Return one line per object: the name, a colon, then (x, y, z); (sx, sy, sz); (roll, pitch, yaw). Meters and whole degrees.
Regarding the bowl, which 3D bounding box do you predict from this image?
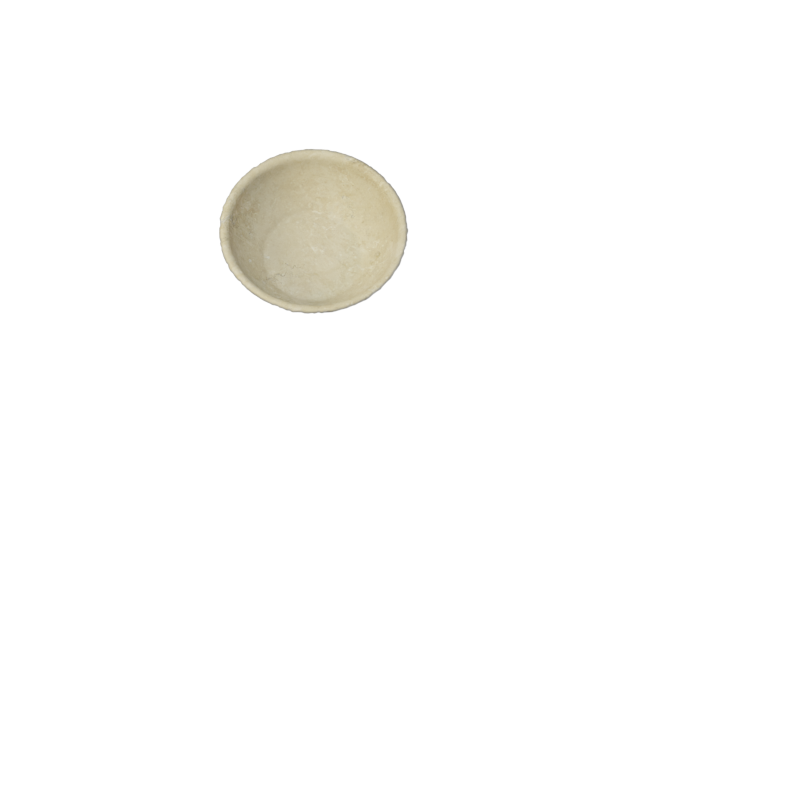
bowl: (-0.076, -0.139, 0.972); (0.162, 0.172, 0.052); (-1, -26, -1)
